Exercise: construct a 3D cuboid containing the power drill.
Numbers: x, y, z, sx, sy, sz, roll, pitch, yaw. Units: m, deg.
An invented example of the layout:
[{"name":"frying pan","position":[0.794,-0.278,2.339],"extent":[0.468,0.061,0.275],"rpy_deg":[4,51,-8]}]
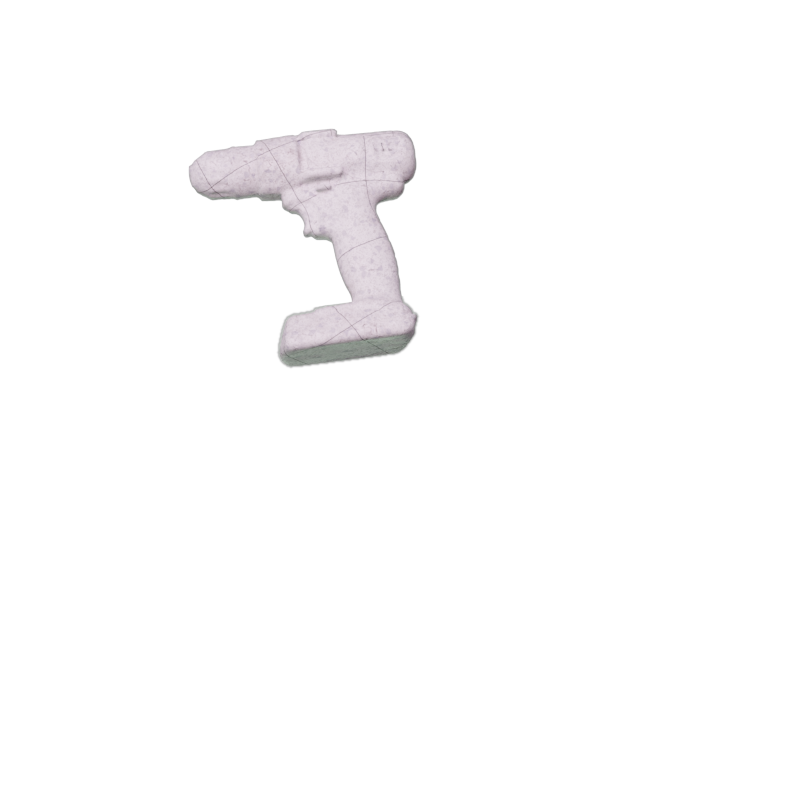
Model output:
[{"name":"power drill","position":[-0.068,-0.125,0.873],"extent":[0.184,0.197,0.055],"rpy_deg":[-7,-20,-3]}]
